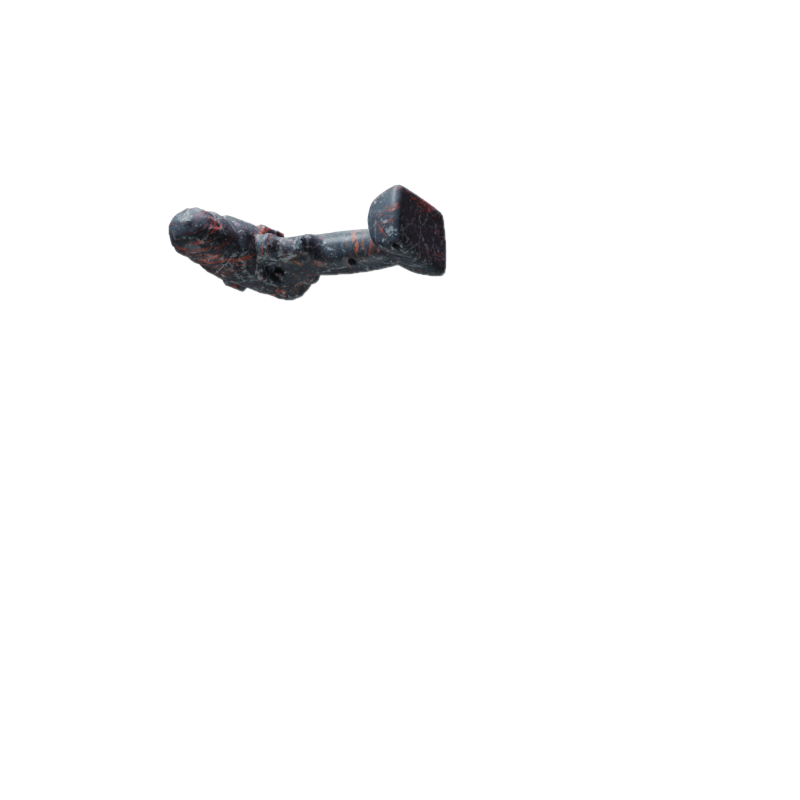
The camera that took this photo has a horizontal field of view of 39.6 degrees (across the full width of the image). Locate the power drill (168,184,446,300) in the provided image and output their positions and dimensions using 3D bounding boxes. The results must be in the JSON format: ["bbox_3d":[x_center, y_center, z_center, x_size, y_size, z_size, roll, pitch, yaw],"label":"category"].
[{"bbox_3d":[-0.070,-0.128,0.897,0.192,0.059,0.175,-4,-8,26],"label":"power drill"}]
